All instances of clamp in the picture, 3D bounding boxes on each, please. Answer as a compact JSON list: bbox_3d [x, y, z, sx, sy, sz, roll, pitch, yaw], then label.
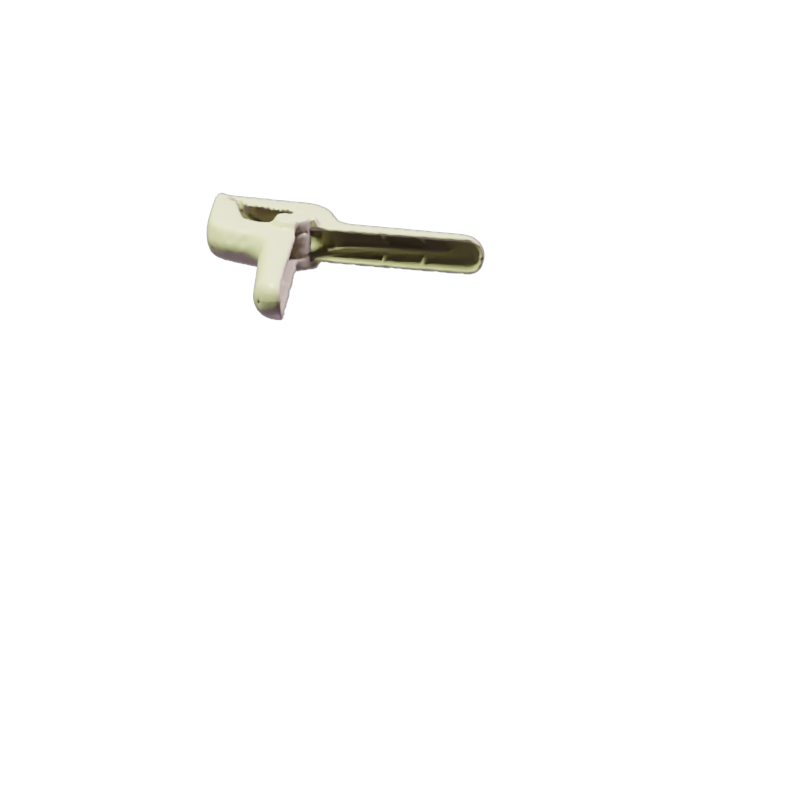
[{"bbox_3d":[-0.058,-0.106,0.745,0.161,0.035,0.224,-12,26,-26],"label":"clamp"}]
